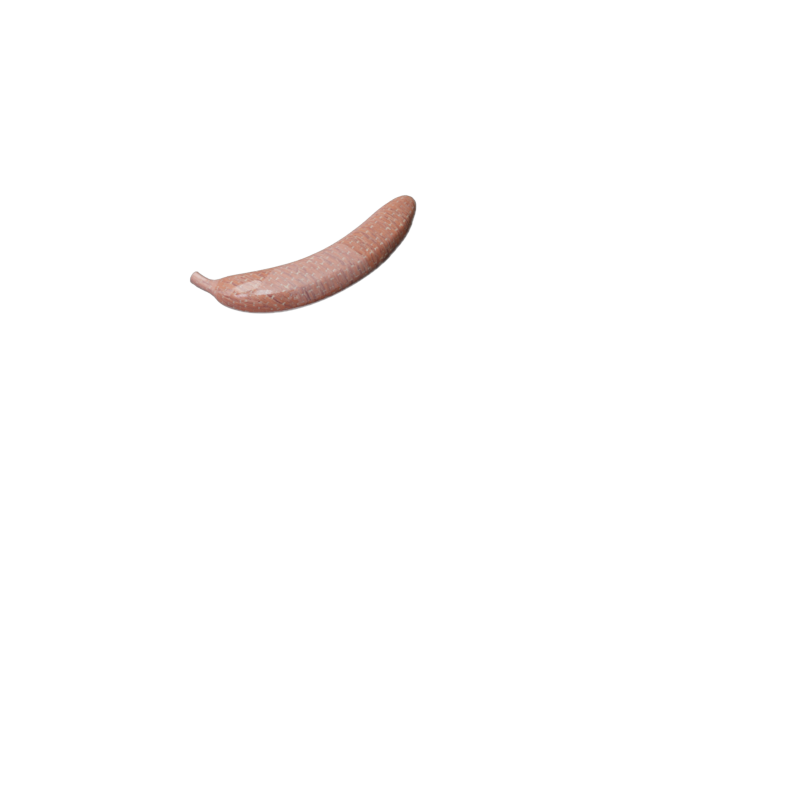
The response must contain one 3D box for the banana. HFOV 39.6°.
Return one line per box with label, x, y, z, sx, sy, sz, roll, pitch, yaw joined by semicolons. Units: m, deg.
banana;-0.066;-0.111;0.886;0.196;0.075;0.034;-21;-29;-13
